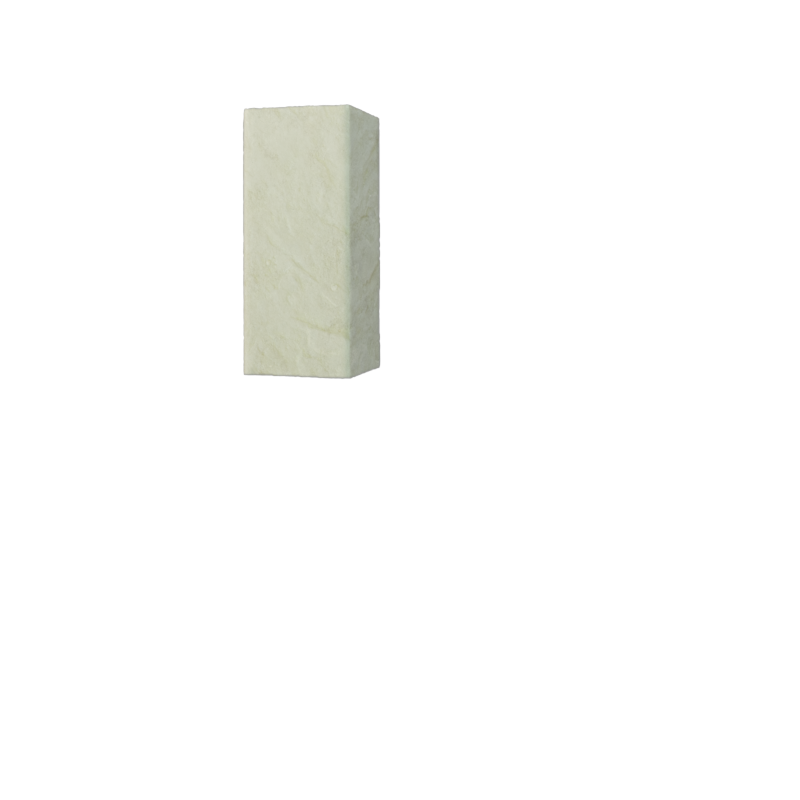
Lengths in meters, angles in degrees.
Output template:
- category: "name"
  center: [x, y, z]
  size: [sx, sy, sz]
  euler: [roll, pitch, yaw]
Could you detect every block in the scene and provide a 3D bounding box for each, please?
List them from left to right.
- category: "block"
  center: [-0.070, -0.126, 0.885]
  size: [0.092, 0.206, 0.089]
  euler: [0, 1, 16]
